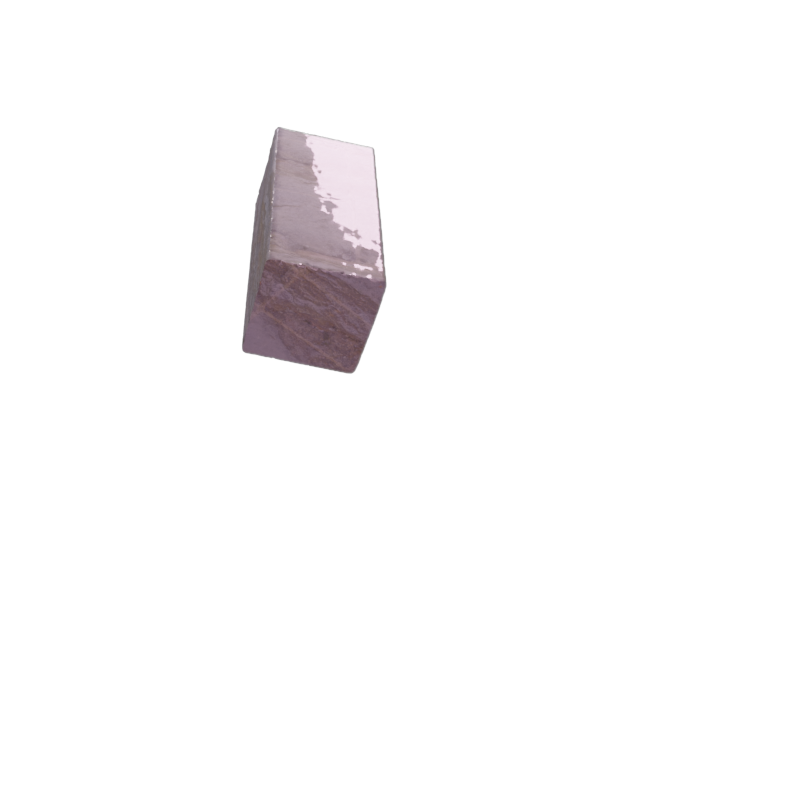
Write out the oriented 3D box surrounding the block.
[{"bbox_3d":[-0.070,-0.127,0.893,0.089,0.086,0.221,11,36,-12],"label":"block"}]
